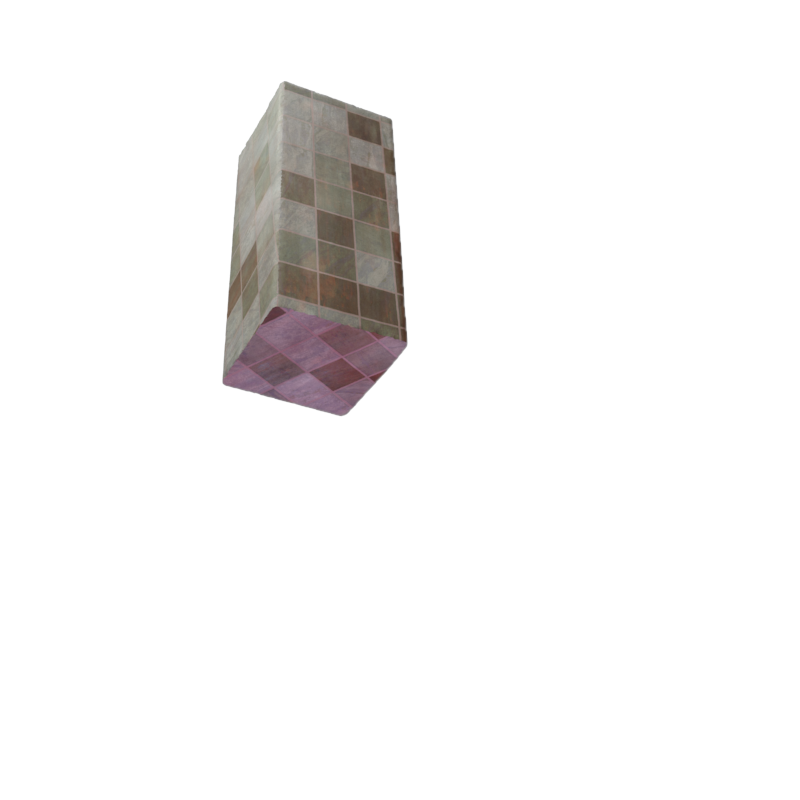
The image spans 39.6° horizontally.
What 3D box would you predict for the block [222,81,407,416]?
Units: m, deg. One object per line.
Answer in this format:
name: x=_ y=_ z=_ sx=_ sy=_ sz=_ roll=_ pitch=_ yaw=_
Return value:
block: x=-0.059 y=-0.107 z=0.752 sx=0.087 sy=0.221 sz=0.087 roll=16 pitch=-43 yaw=-22
